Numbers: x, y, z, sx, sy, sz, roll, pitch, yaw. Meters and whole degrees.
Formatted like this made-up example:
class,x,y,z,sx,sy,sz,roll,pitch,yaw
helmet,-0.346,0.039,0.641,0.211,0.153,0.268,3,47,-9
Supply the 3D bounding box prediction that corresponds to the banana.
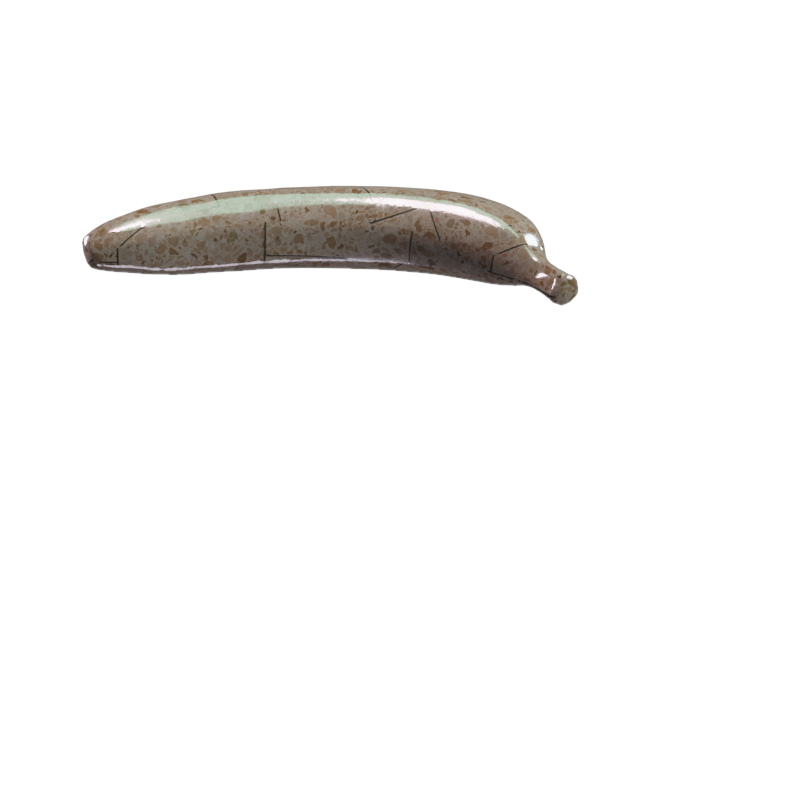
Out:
class,x,y,z,sx,sy,sz,roll,pitch,yaw
banana,-0.028,-0.068,0.458,0.201,0.036,0.071,4,17,11
